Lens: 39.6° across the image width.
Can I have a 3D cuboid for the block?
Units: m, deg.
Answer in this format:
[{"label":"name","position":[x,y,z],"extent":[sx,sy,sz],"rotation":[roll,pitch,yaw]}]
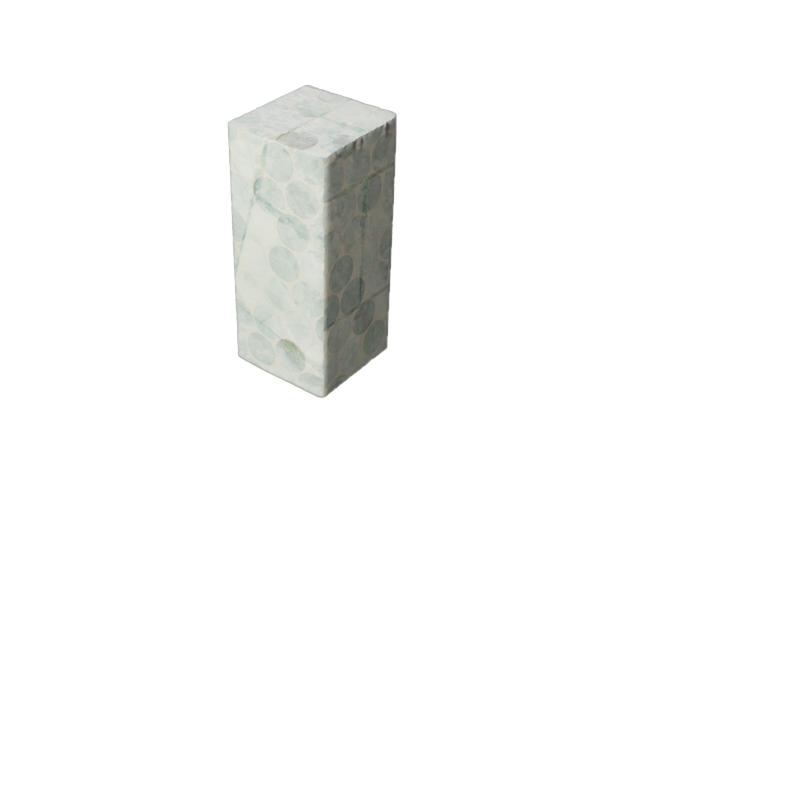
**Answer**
[{"label":"block","position":[-0.065,-0.119,0.838],"extent":[0.095,0.193,0.091],"rotation":[25,40,29]}]
